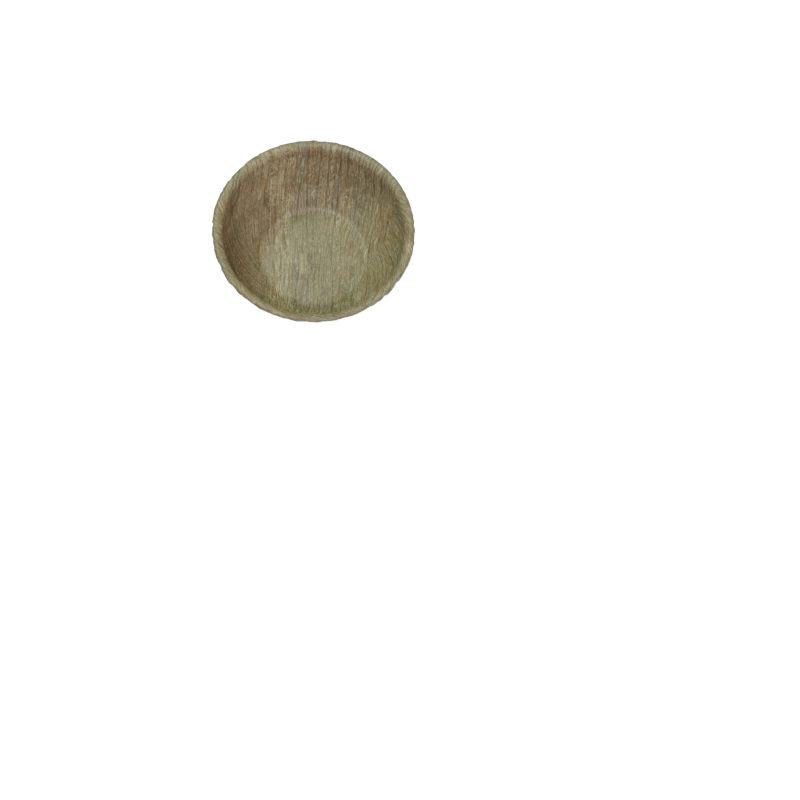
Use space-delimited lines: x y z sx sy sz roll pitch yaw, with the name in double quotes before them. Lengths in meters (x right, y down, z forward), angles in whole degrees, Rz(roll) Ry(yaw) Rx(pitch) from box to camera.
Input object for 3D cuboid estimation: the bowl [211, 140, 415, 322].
"bowl" -0.071 -0.129 0.902 0.162 0.171 0.052 -1 -24 -1
